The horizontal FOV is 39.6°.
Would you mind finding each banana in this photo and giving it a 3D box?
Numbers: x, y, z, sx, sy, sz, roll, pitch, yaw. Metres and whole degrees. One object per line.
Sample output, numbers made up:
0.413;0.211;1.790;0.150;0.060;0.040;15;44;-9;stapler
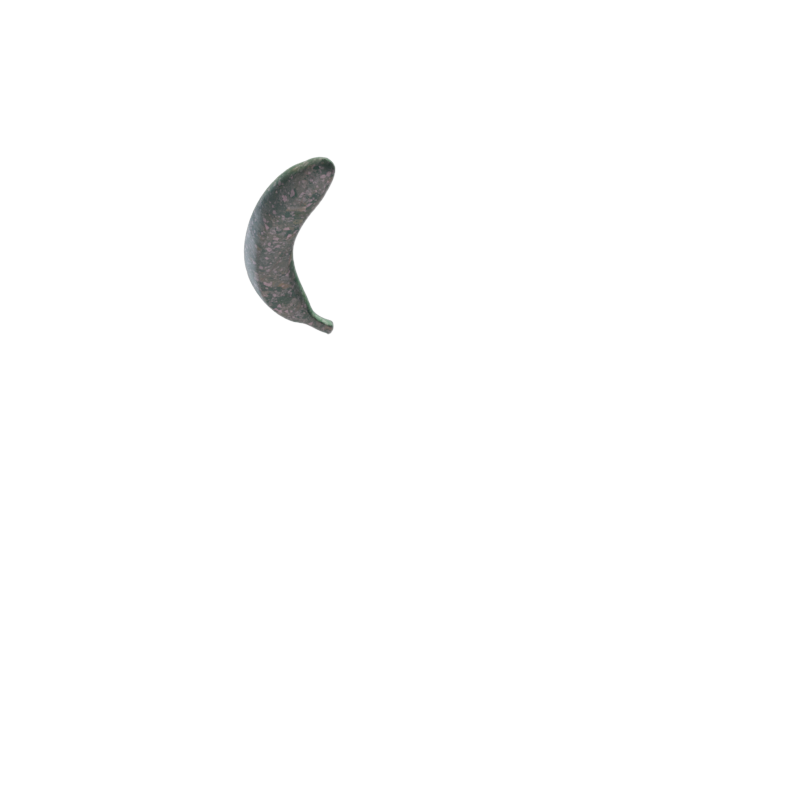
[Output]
-0.084;-0.117;0.836;0.069;0.039;0.185;1;-33;-2;banana
